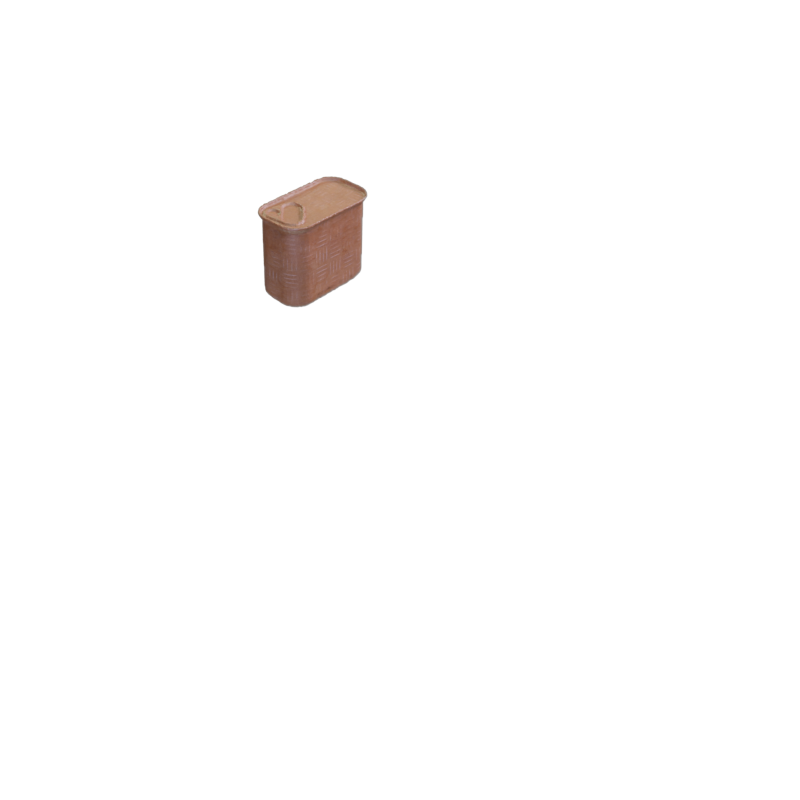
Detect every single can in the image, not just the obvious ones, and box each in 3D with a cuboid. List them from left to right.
[{"bbox_3d":[-0.078,-0.143,0.999,0.061,0.078,0.102,27,43,33],"label":"can"}]
